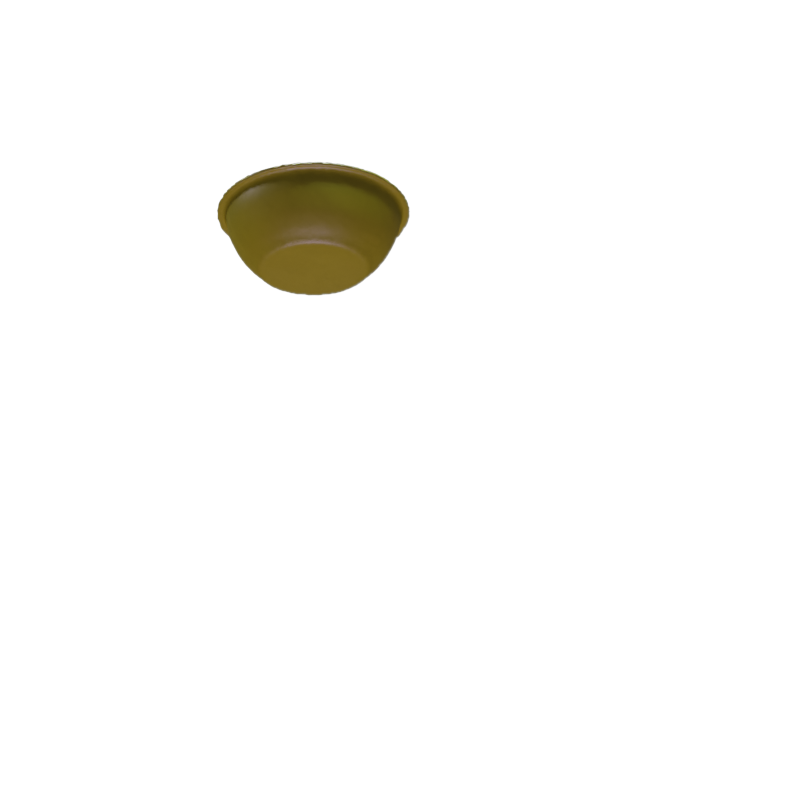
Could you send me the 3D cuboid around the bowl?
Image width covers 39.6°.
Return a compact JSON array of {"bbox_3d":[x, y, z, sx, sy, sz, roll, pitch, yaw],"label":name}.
[{"bbox_3d":[-0.072,-0.131,0.920,0.162,0.058,0.153,1,-24,-2],"label":"bowl"}]
